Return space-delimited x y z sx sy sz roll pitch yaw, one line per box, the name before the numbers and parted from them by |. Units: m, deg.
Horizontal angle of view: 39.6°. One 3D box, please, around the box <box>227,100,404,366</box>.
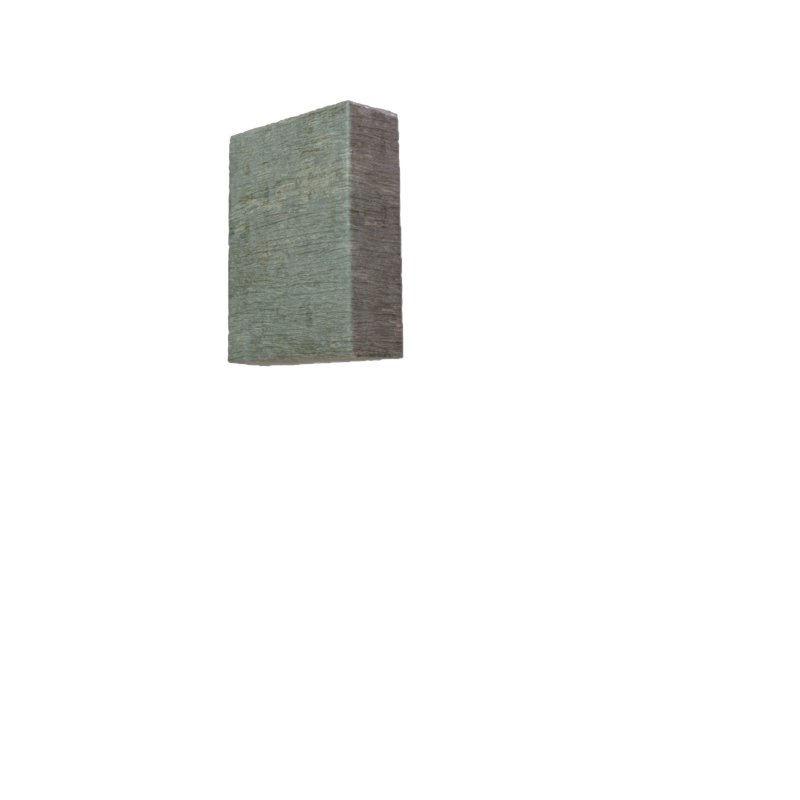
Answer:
box | -0.077 -0.140 0.979 0.169 0.218 0.068 -6 -10 45
